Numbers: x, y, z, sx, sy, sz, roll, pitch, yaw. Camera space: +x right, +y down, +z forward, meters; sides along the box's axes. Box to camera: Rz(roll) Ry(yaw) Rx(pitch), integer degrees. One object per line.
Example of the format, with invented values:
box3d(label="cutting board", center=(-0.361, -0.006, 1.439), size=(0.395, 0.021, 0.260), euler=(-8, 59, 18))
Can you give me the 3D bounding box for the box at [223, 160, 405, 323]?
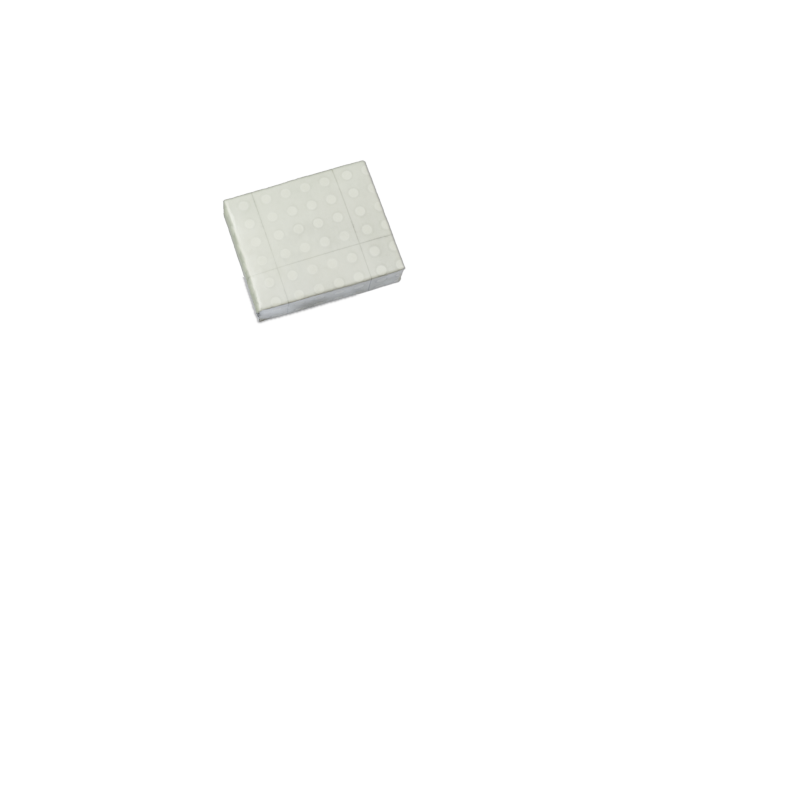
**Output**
box3d(label="box", center=(-0.064, -0.116, 0.811), size=(0.113, 0.094, 0.037), euler=(-18, -18, -7))
